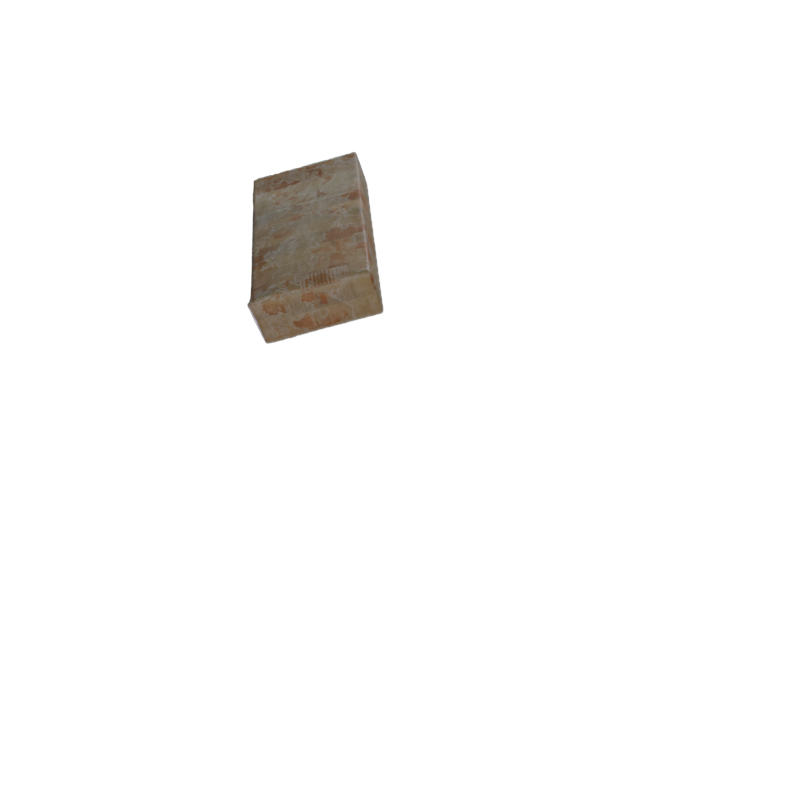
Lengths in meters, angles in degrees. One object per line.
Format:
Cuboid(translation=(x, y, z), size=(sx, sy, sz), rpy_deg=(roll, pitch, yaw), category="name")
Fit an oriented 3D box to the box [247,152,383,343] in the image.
Cuboid(translation=(-0.067, -0.123, 0.862), size=(0.094, 0.045, 0.188), rpy_deg=(-15, 36, 7), category="box")
